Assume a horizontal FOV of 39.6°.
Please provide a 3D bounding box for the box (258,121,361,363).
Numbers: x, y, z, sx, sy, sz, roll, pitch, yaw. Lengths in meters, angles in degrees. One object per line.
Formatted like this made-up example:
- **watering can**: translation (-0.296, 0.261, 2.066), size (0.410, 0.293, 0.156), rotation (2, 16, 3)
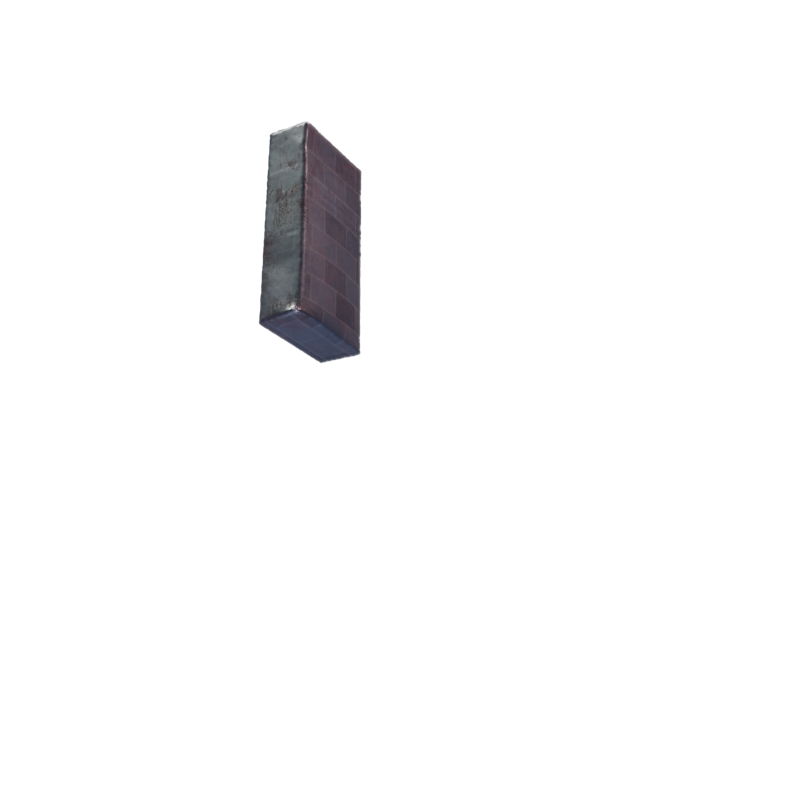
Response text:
- **box**: translation (-0.071, -0.130, 0.911), size (0.049, 0.187, 0.087), rotation (-17, -32, 26)
